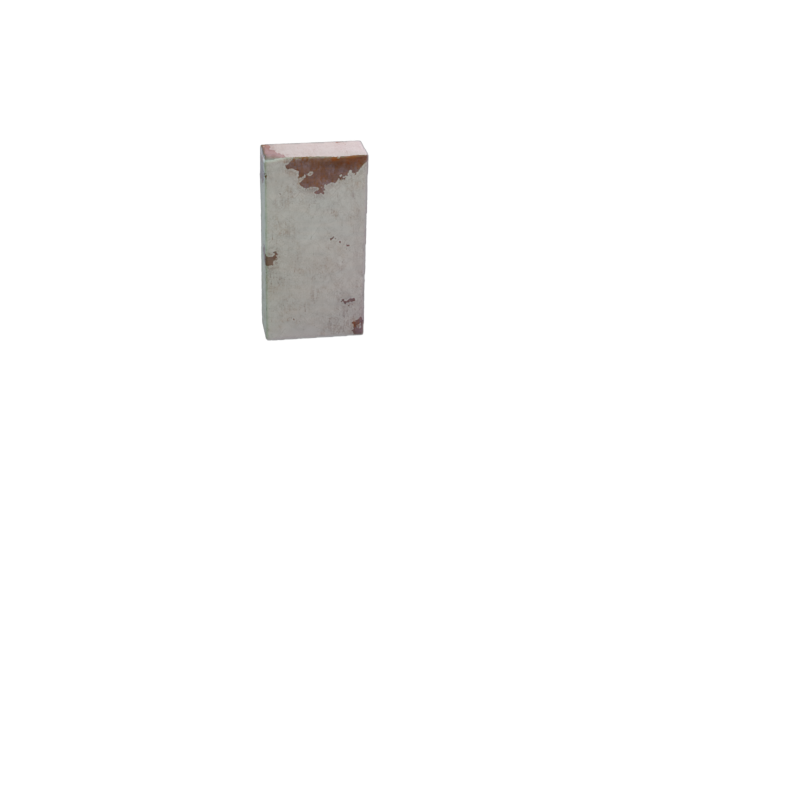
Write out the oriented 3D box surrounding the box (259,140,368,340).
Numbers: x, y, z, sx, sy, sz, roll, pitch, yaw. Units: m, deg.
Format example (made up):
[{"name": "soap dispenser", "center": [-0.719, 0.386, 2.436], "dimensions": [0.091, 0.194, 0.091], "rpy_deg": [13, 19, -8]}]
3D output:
[{"name": "box", "center": [-0.078, -0.141, 0.991], "dimensions": [0.092, 0.166, 0.051], "rpy_deg": [-3, 28, -9]}]
